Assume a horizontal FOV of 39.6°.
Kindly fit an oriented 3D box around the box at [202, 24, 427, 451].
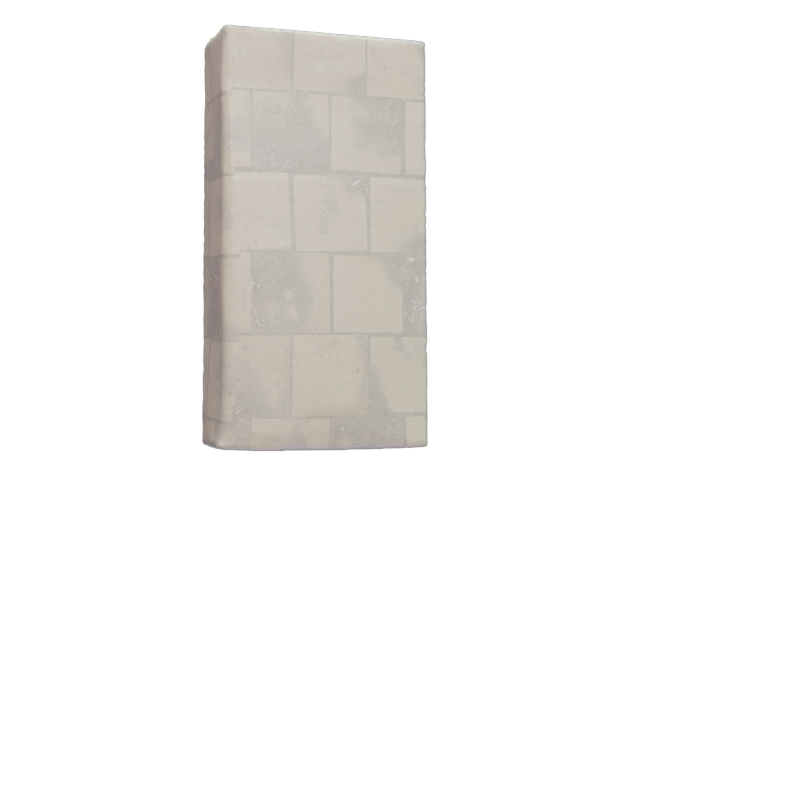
[{"bbox_3d":[-0.037,-0.068,0.480,0.091,0.179,0.049,1,-5,-20],"label":"box"}]
